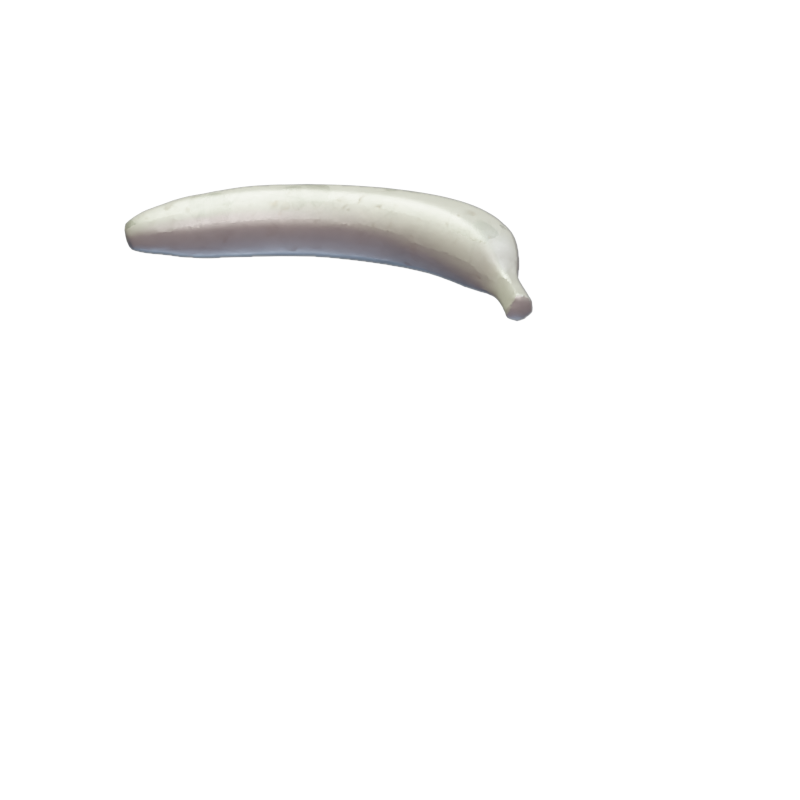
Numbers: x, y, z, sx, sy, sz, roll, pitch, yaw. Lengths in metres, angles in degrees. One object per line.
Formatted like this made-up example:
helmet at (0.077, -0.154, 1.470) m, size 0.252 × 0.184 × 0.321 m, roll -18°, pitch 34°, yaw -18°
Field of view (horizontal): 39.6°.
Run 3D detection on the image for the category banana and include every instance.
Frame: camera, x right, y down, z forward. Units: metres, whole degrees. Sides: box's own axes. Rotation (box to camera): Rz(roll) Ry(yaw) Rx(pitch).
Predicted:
banana at (-0.029, -0.078, 0.512) m, size 0.205 × 0.035 × 0.070 m, roll 10°, pitch 25°, yaw 22°
